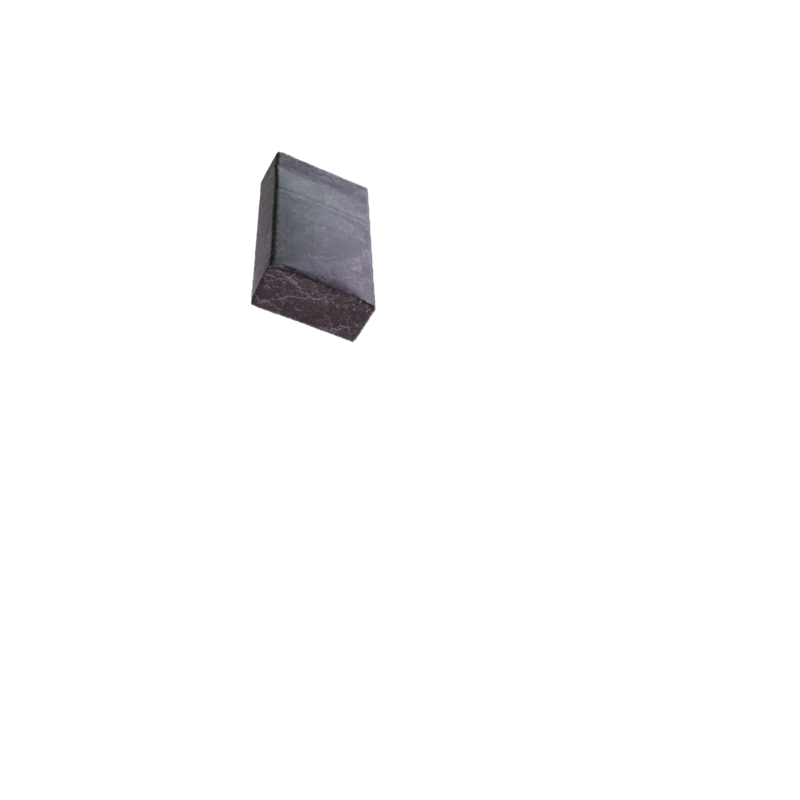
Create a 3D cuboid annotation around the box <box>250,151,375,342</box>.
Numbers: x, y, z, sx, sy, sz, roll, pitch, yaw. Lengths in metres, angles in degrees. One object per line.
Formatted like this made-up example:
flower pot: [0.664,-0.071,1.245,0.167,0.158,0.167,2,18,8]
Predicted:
box: [-0.072,-0.132,0.926,0.090,0.046,0.189,19,34,-17]
